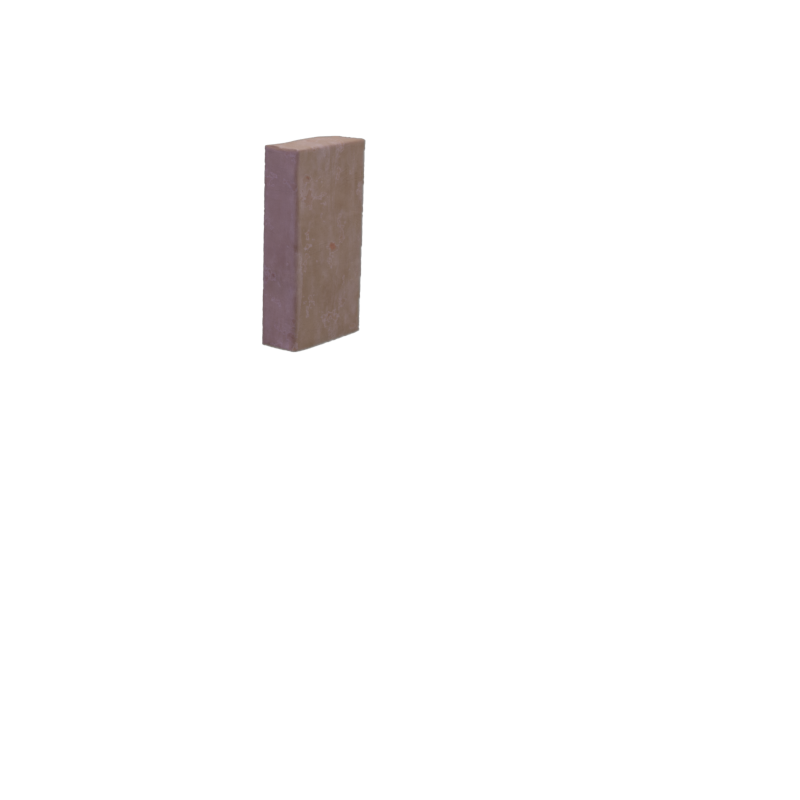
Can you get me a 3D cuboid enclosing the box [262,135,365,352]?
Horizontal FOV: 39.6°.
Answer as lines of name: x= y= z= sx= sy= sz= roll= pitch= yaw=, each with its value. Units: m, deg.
box: x=-0.075 y=-0.137 z=0.958 sx=0.050 sy=0.171 sz=0.092 roll=10 pitch=17 yaw=36
